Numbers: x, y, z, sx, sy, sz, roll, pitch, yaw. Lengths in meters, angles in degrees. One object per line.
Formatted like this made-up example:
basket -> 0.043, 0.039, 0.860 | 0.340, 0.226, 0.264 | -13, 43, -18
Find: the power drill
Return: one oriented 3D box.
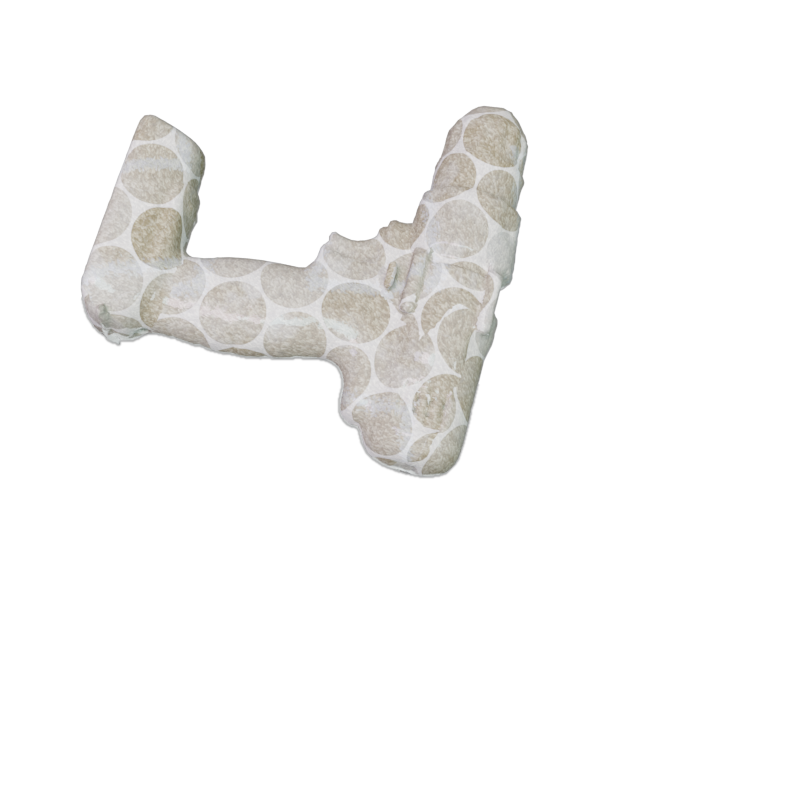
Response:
power drill -> -0.041, -0.074, 0.520 | 0.190, 0.192, 0.054 | 14, -22, 5
